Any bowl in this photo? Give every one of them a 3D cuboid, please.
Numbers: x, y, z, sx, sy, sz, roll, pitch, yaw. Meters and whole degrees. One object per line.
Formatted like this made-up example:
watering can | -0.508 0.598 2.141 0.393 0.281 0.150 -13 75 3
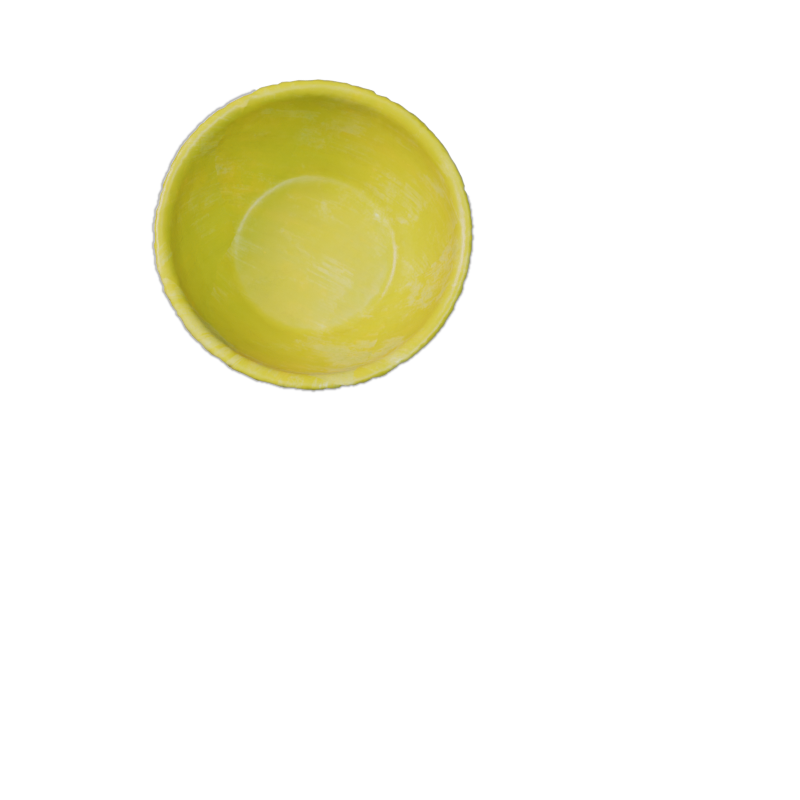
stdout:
bowl | -0.046 -0.083 0.583 0.162 0.167 0.053 0 -13 -1
